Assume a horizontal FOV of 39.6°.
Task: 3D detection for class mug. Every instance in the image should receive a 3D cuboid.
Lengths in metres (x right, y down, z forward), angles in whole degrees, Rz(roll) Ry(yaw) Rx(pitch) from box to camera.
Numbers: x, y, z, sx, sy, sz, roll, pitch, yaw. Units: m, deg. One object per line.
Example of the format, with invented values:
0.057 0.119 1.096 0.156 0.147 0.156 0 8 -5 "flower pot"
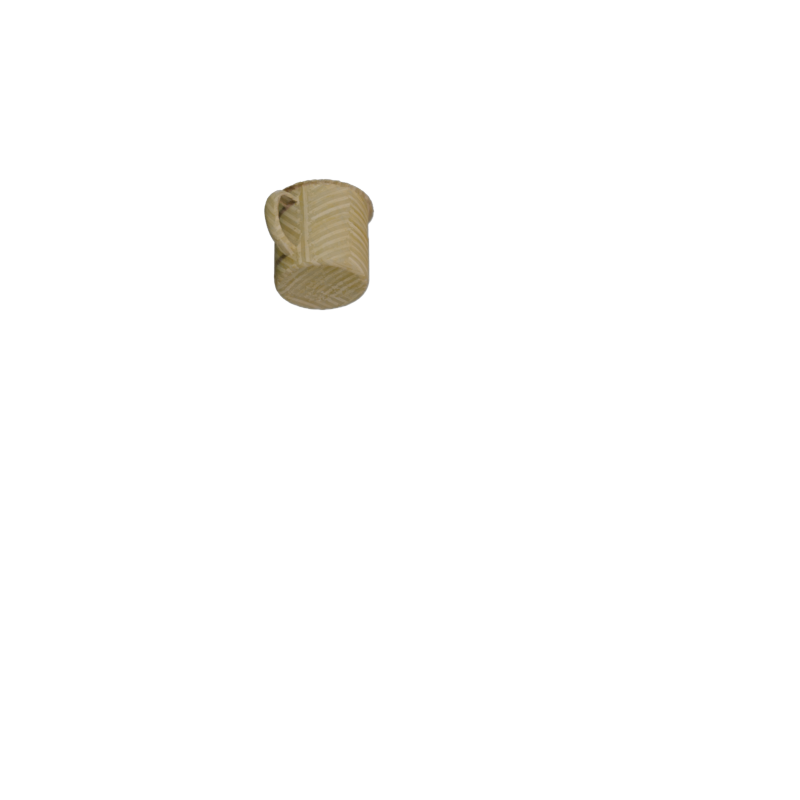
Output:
-0.074 -0.136 0.951 0.094 0.087 0.109 -20 -35 28 "mug"
